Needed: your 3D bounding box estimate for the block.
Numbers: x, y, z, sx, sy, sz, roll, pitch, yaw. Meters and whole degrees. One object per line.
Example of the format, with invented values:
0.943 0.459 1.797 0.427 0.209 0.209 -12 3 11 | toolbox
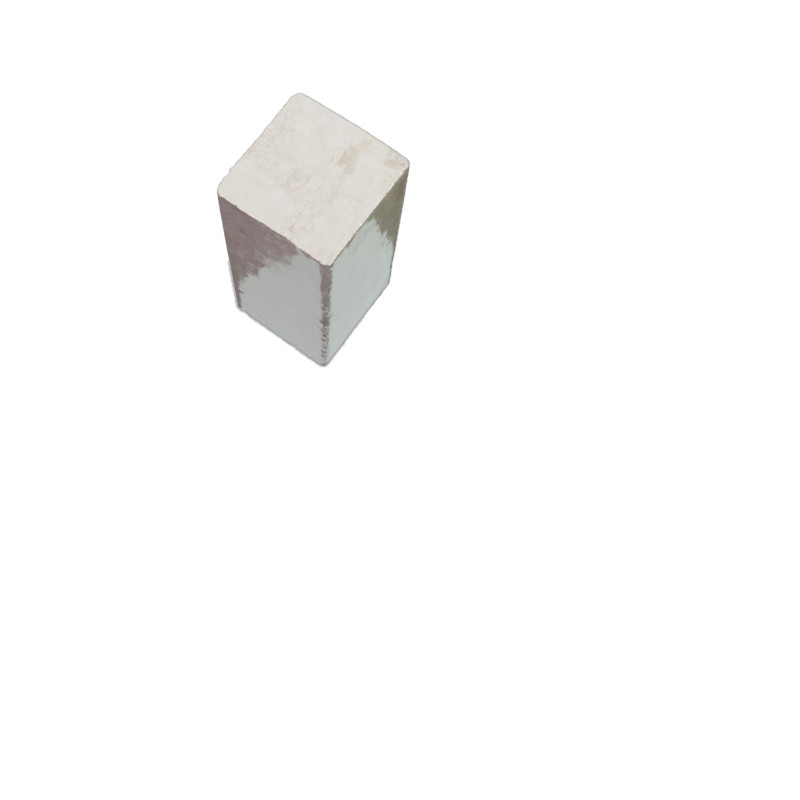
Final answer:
-0.061 -0.111 0.775 0.092 0.092 0.197 34 -16 7 | block
